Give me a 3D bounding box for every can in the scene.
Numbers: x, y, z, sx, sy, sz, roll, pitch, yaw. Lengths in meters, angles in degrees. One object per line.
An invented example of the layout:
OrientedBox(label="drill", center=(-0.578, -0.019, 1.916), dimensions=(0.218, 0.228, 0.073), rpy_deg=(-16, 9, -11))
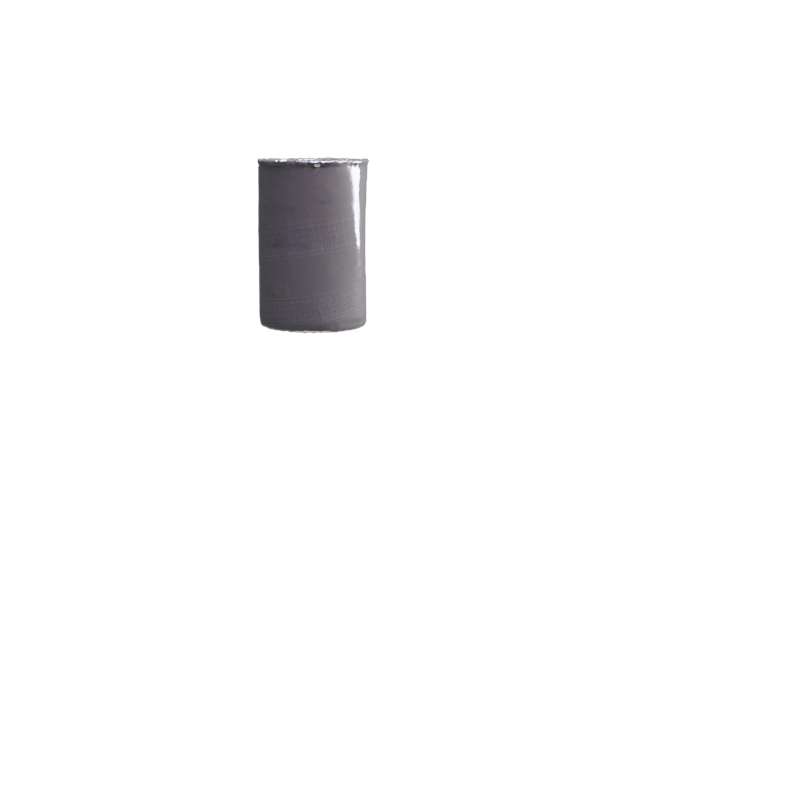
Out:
OrientedBox(label="can", center=(-0.053, -0.097, 0.680), dimensions=(0.068, 0.101, 0.070), rpy_deg=(0, 8, -2))
